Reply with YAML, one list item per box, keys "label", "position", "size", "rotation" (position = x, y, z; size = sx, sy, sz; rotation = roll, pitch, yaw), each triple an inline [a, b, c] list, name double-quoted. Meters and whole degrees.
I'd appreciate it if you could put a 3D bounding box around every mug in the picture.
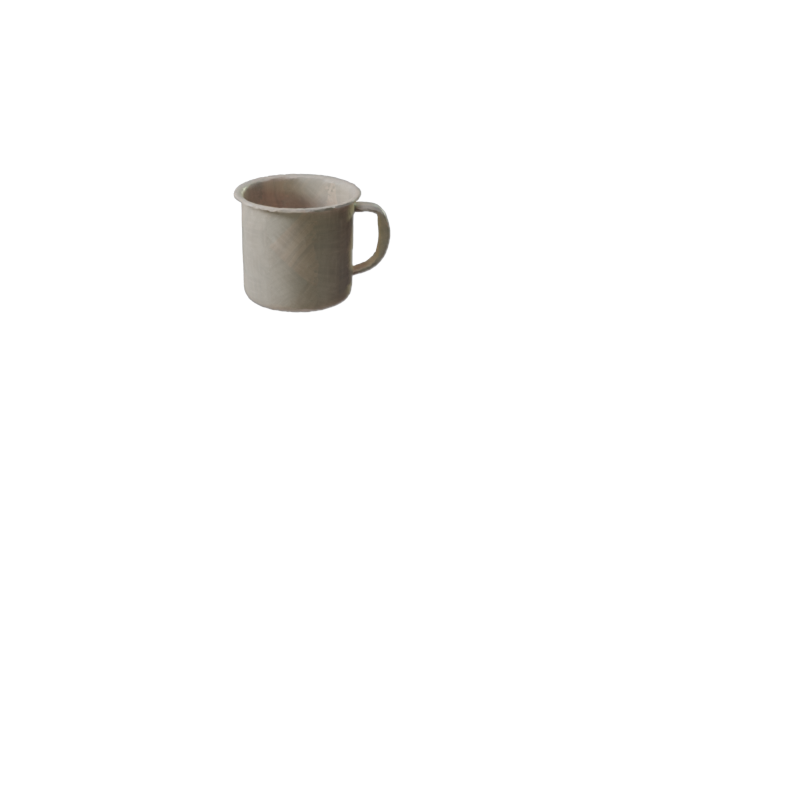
- label: "mug"
  position: [-0.064, -0.118, 0.824]
  size: [0.115, 0.078, 0.099]
  rotation: [-7, 25, -16]
